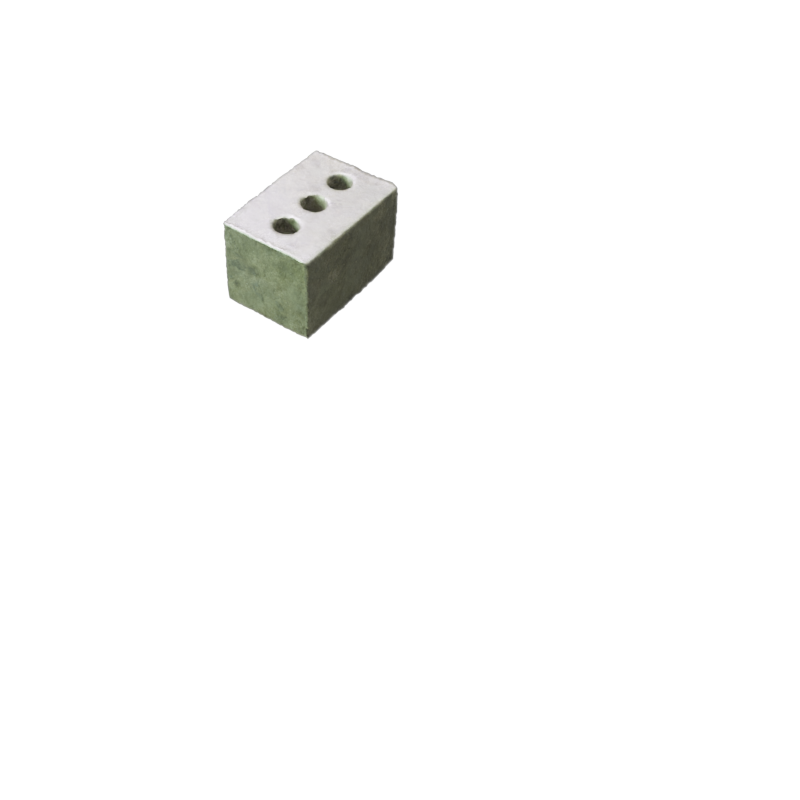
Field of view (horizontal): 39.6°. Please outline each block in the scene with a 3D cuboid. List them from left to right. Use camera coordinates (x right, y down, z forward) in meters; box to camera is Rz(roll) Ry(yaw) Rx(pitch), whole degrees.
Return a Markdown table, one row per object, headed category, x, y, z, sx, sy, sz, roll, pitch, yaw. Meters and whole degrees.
| category | x | y | z | sx | sy | sz | roll | pitch | yaw |
| --- | --- | --- | --- | --- | --- | --- | --- | --- | --- |
| block | -0.044 | -0.080 | 0.558 | 0.055 | 0.048 | 0.080 | 26 | 49 | 23 |
